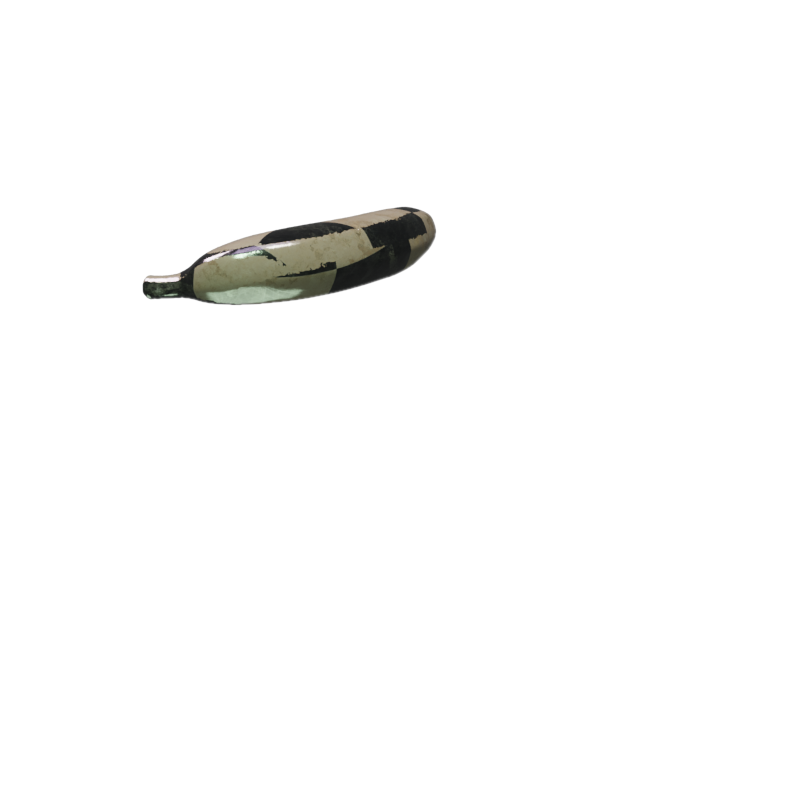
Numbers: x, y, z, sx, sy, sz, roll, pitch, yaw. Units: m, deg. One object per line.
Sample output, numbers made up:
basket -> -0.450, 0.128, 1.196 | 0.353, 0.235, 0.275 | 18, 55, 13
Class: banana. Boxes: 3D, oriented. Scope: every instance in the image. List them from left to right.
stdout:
banana -> -0.039, -0.082, 0.601 | 0.194, 0.035, 0.074 | -17, 25, -38
